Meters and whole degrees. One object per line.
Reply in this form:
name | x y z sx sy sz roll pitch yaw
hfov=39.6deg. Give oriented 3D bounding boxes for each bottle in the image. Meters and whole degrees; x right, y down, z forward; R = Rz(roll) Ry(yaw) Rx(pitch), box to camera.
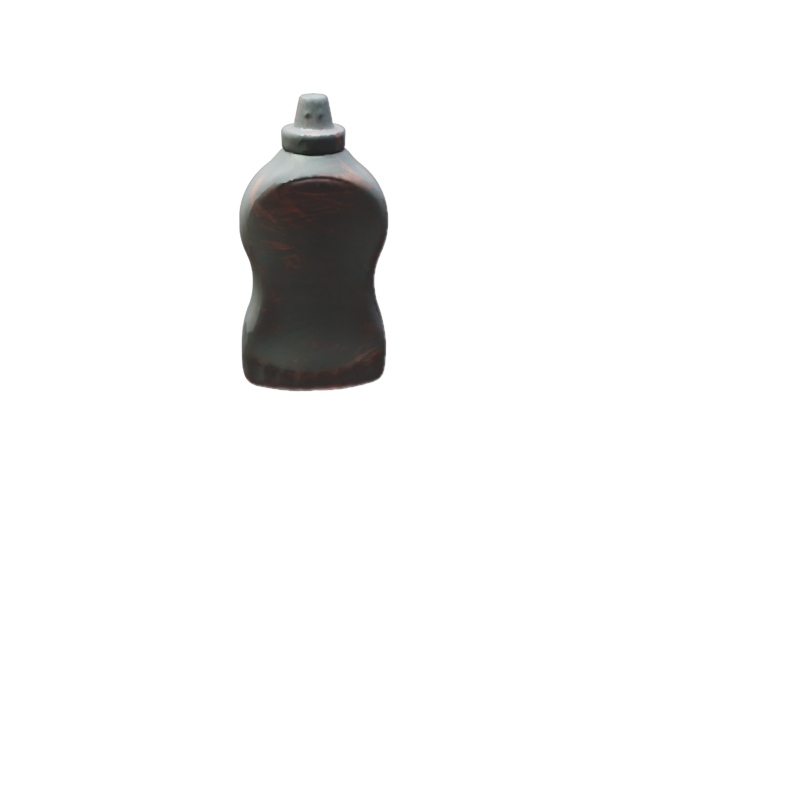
bottle | -0.057 -0.103 0.721 0.096 0.183 0.061 0 20 -4
